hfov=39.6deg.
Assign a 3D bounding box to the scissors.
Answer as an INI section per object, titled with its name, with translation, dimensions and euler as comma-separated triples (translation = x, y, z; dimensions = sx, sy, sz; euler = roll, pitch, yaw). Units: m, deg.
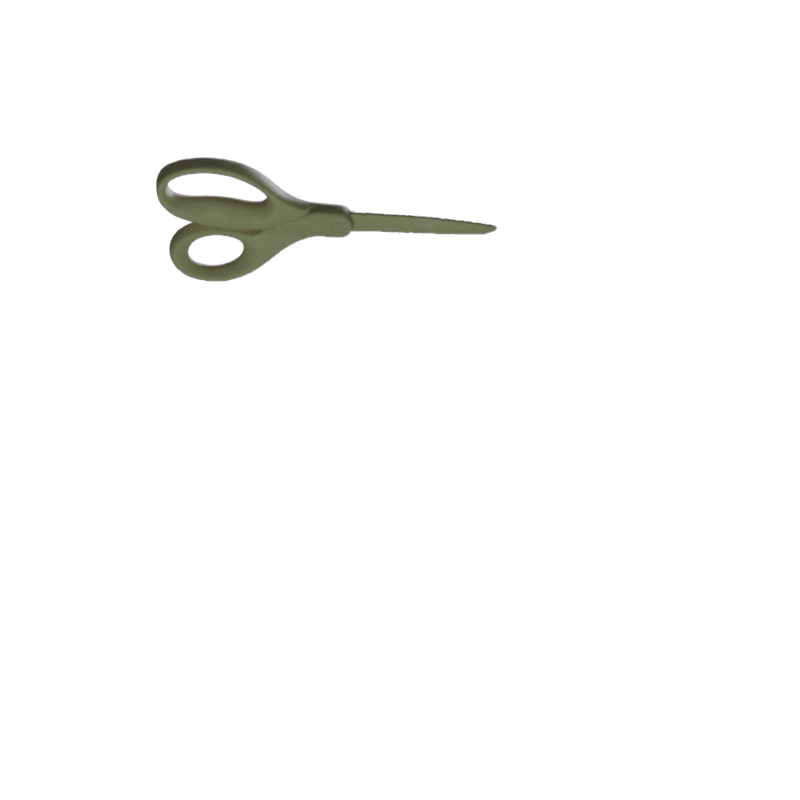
[scissors]
translation = -0.053, -0.096, 0.671
dimensions = 0.197, 0.017, 0.092
euler = 14, -47, -13
